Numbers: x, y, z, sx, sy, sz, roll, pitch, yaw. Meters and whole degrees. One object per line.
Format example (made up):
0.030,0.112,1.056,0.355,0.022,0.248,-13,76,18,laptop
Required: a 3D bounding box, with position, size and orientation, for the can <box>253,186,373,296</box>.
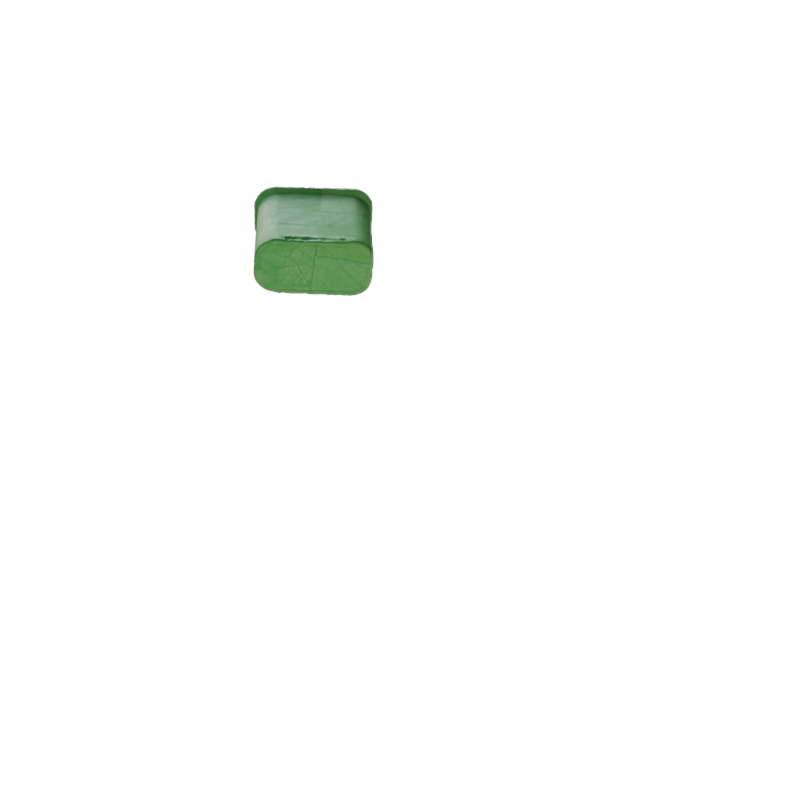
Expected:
-0.072,-0.132,0.924,0.102,0.054,0.090,1,37,-3,can
